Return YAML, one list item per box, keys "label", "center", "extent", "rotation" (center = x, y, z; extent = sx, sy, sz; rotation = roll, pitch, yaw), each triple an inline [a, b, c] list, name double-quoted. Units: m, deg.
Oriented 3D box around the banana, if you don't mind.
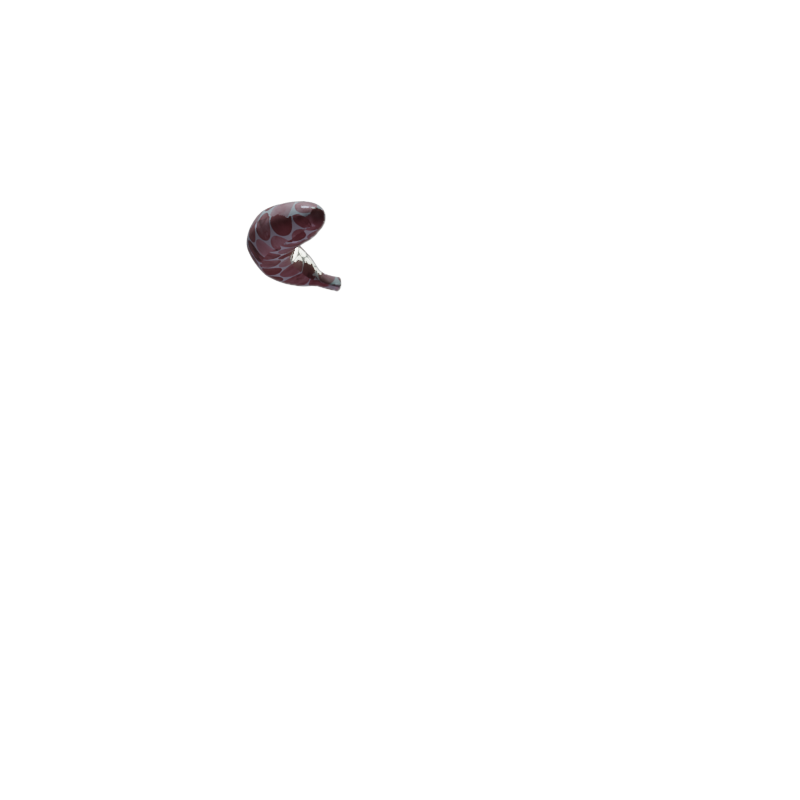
- label: "banana"
  center: [-0.085, -0.121, 0.857]
  extent: [0.070, 0.038, 0.192]
  rotation: [0, -7, 1]
